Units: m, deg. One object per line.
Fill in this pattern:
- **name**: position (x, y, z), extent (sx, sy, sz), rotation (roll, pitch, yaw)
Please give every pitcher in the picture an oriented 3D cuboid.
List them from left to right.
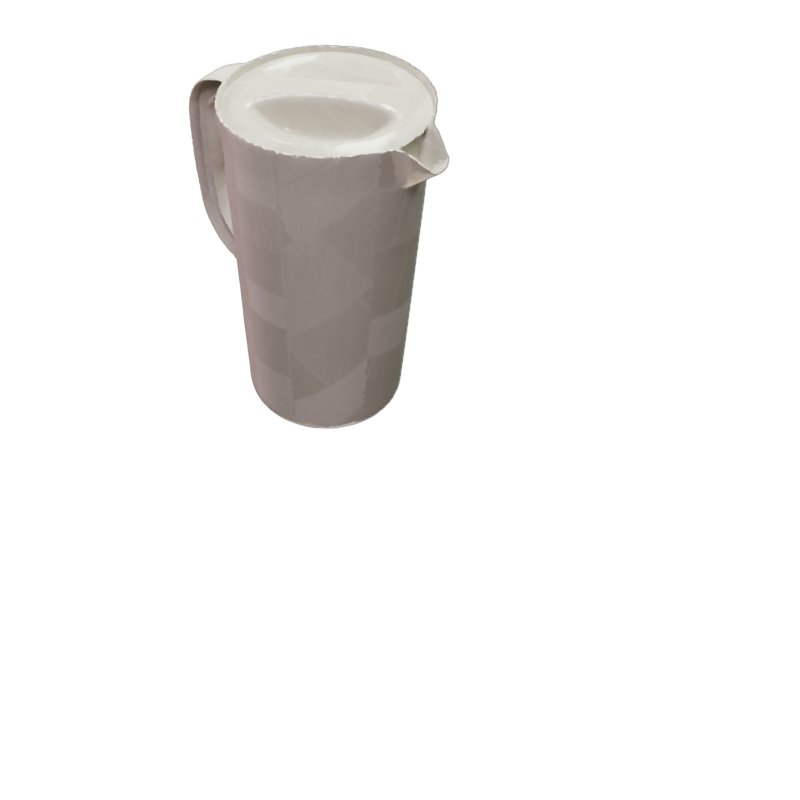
- **pitcher**: position (-0.057, -0.105, 0.733), extent (0.143, 0.227, 0.161), rotation (-6, 42, -10)
